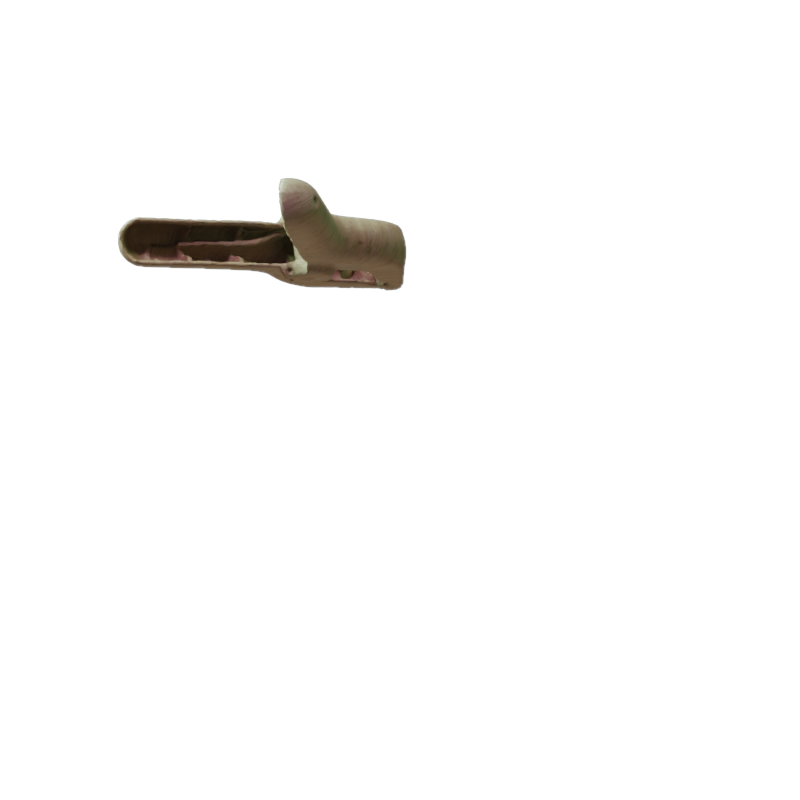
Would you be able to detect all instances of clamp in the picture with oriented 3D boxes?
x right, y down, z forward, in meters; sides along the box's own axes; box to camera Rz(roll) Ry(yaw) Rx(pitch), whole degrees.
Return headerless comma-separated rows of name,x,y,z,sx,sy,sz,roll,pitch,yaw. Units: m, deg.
clamp,-0.045,-0.082,0.575,0.164,0.040,0.124,-1,1,-45
